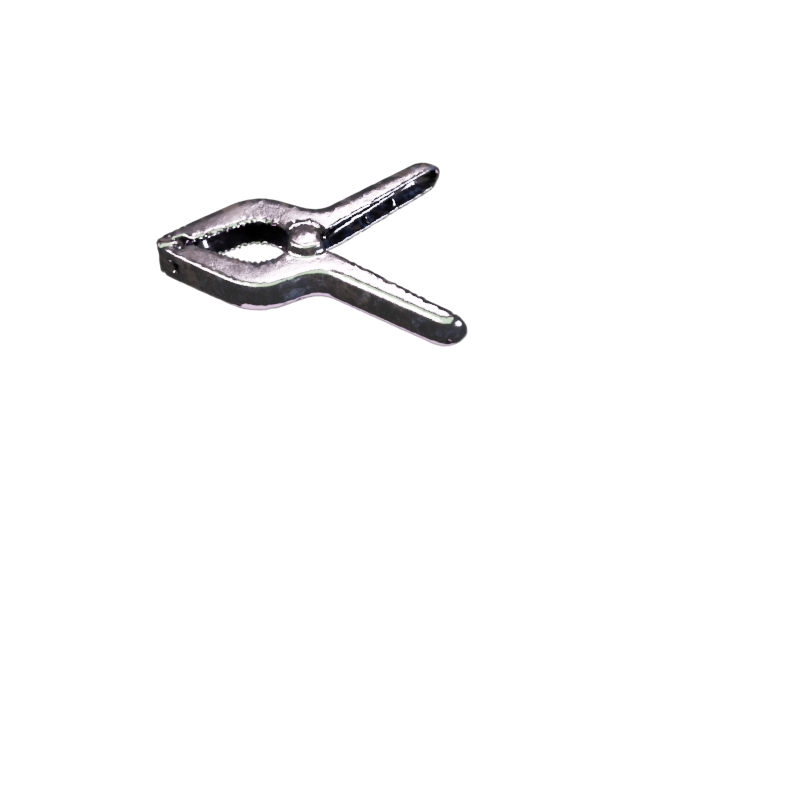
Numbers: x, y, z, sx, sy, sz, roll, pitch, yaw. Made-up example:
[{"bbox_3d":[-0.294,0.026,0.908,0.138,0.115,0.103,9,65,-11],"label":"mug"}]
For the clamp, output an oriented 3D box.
[{"bbox_3d":[-0.060,-0.110,0.768,0.211,0.176,0.034,3,-42,2],"label":"clamp"}]
